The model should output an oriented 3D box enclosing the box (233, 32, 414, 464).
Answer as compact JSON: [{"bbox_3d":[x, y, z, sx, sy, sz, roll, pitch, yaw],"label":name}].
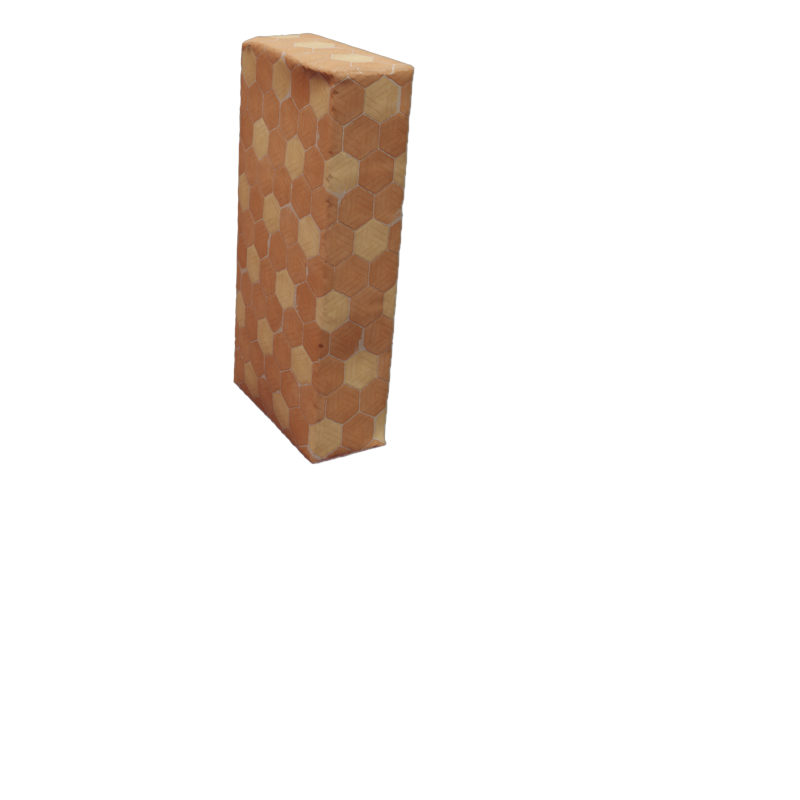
[{"bbox_3d":[-0.040,-0.072,0.504,0.047,0.168,0.100,-10,24,-28],"label":"box"}]
